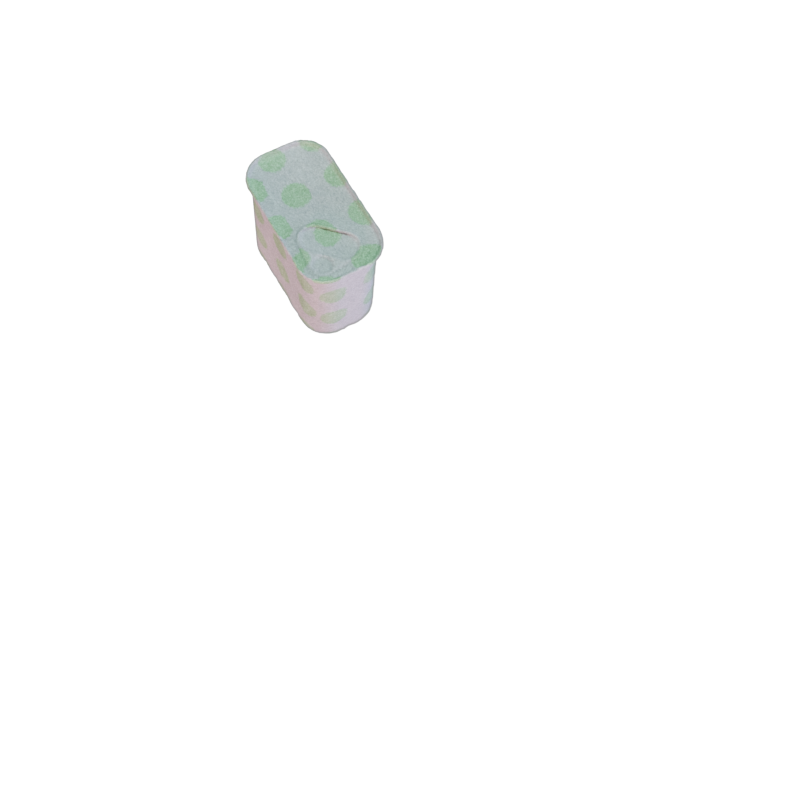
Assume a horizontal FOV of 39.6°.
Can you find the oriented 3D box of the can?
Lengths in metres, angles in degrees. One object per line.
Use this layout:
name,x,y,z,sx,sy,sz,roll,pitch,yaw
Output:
can,-0.056,-0.103,0.719,0.057,0.108,0.079,-26,-23,-14
